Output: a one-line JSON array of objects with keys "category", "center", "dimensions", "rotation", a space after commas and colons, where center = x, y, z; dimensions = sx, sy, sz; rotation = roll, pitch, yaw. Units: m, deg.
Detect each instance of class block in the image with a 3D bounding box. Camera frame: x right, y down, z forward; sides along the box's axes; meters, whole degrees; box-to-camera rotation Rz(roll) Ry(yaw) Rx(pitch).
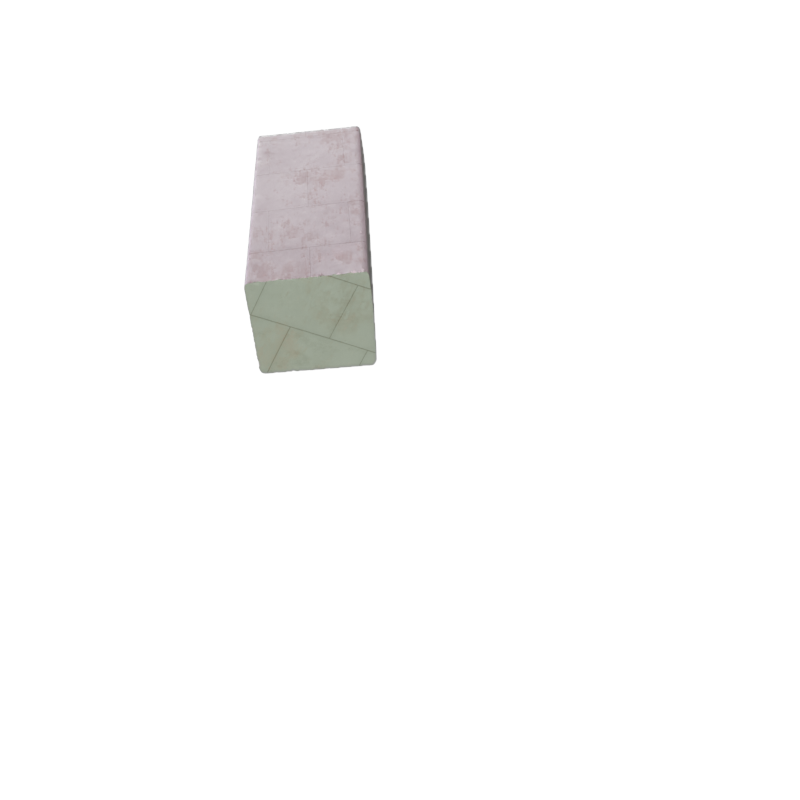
[{"category": "block", "center": [-0.069, -0.126, 0.886], "dimensions": [0.091, 0.084, 0.221], "rotation": [-6, 41, 1]}]
